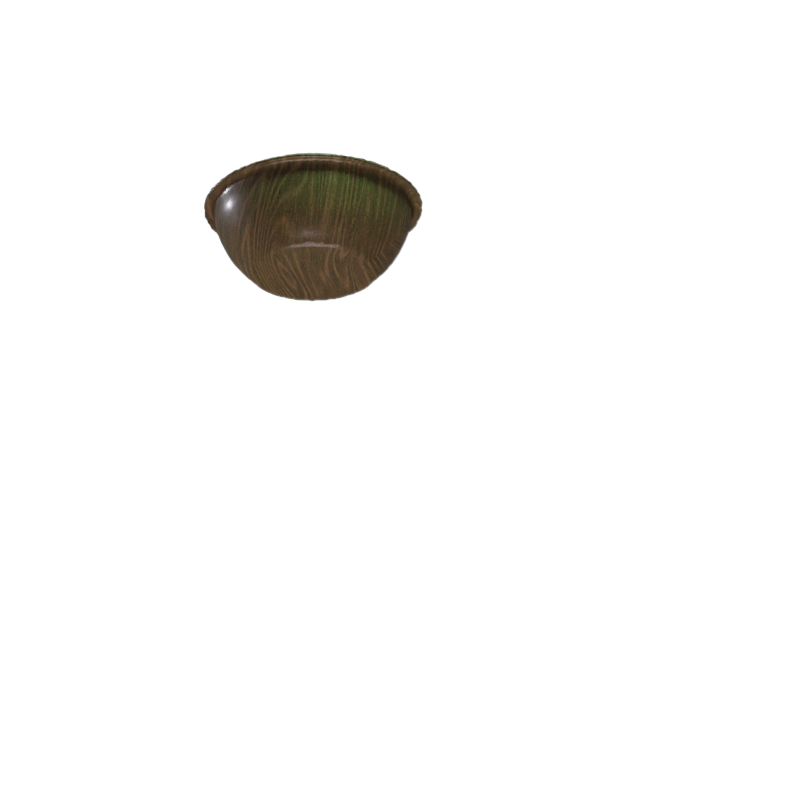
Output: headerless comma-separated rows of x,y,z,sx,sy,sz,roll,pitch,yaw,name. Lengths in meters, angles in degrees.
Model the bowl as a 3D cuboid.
-0.063,-0.116,0.811,0.162,0.058,0.154,1,-22,-2,bowl
